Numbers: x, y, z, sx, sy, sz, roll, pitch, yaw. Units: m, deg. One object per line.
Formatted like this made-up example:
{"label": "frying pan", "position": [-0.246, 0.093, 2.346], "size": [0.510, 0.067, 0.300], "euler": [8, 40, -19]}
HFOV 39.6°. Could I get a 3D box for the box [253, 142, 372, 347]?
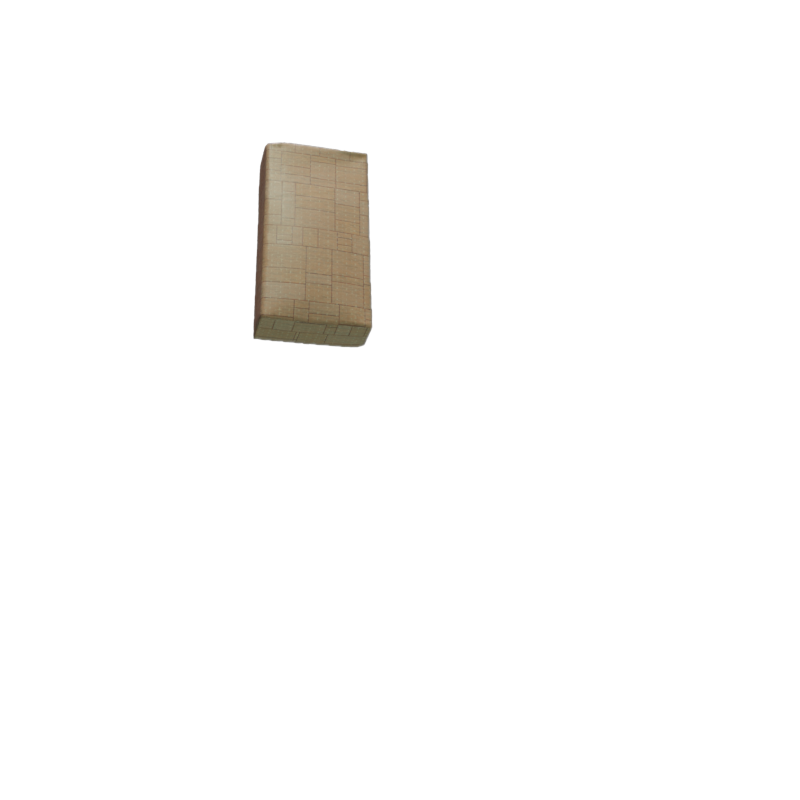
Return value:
{"label": "box", "position": [-0.073, -0.133, 0.931], "size": [0.092, 0.187, 0.046], "euler": [4, -29, -12]}
